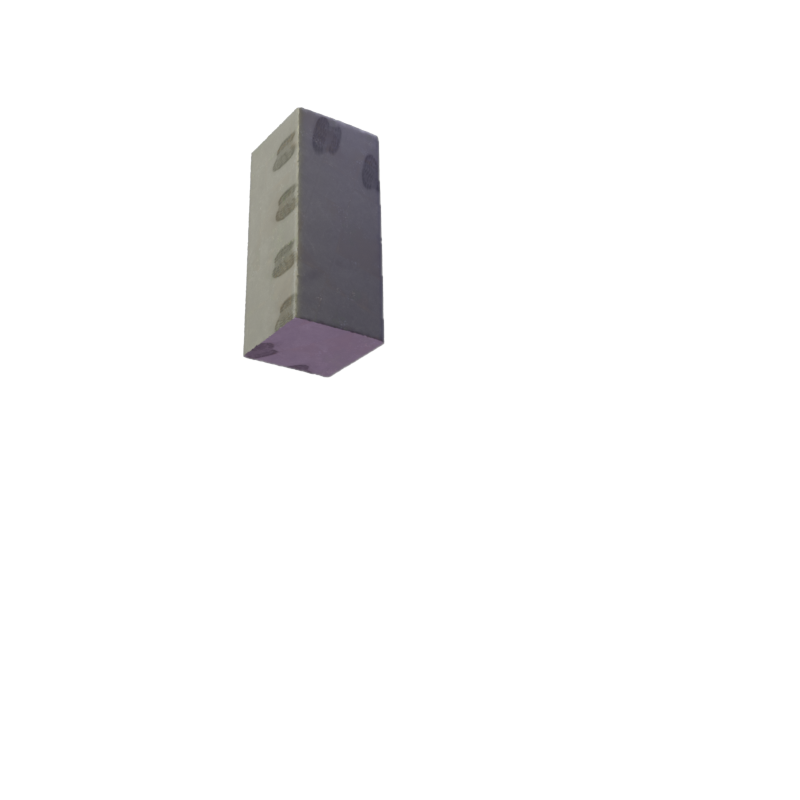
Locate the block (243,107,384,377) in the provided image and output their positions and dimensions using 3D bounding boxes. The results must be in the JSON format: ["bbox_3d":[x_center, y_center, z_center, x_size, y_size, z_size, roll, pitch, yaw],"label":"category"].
[{"bbox_3d":[-0.075,-0.138,0.970,0.086,0.219,0.090,16,-32,-31],"label":"block"}]
